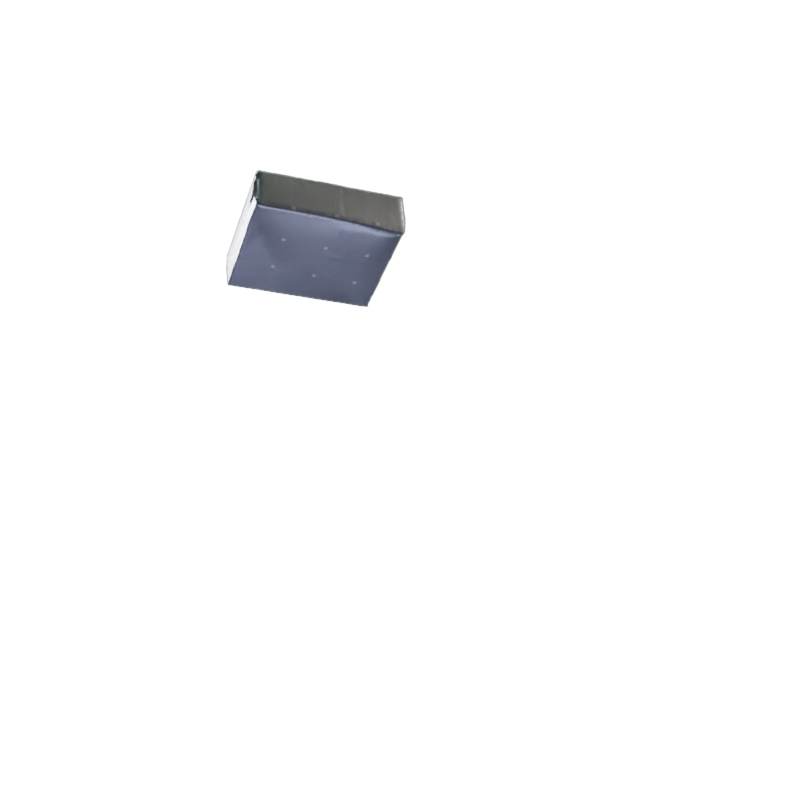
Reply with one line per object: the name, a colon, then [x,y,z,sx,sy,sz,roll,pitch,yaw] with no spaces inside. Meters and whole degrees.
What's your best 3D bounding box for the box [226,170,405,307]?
box: [-0.063,-0.115,0.808,0.111,0.042,0.086,11,-40,-14]
